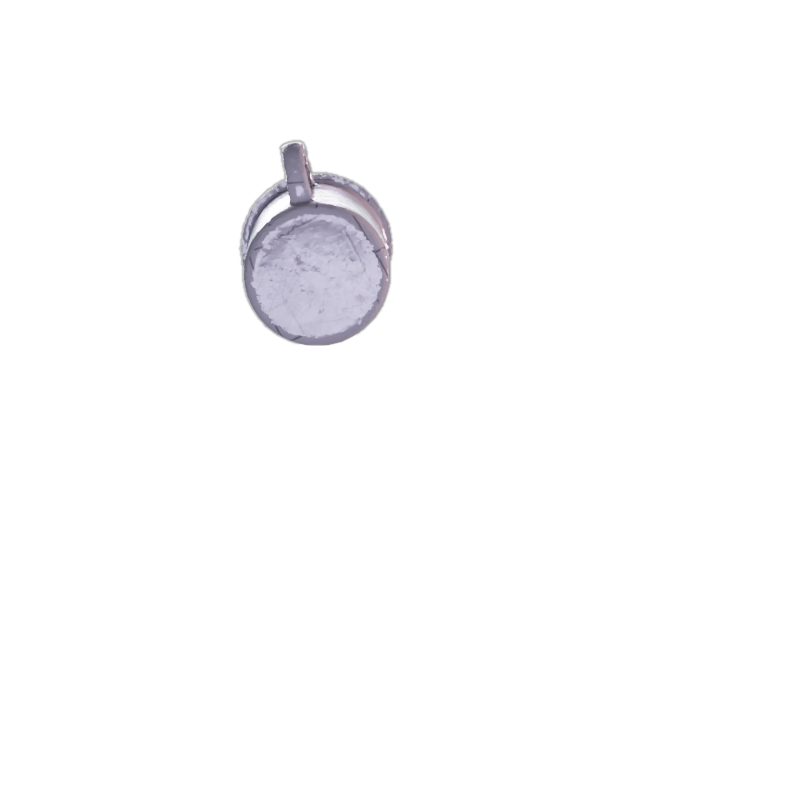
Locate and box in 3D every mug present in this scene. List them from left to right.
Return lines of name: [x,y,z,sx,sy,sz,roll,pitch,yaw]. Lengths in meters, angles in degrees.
mug: [-0.050,-0.091,0.640,0.093,0.113,0.084,-9,14,0]
